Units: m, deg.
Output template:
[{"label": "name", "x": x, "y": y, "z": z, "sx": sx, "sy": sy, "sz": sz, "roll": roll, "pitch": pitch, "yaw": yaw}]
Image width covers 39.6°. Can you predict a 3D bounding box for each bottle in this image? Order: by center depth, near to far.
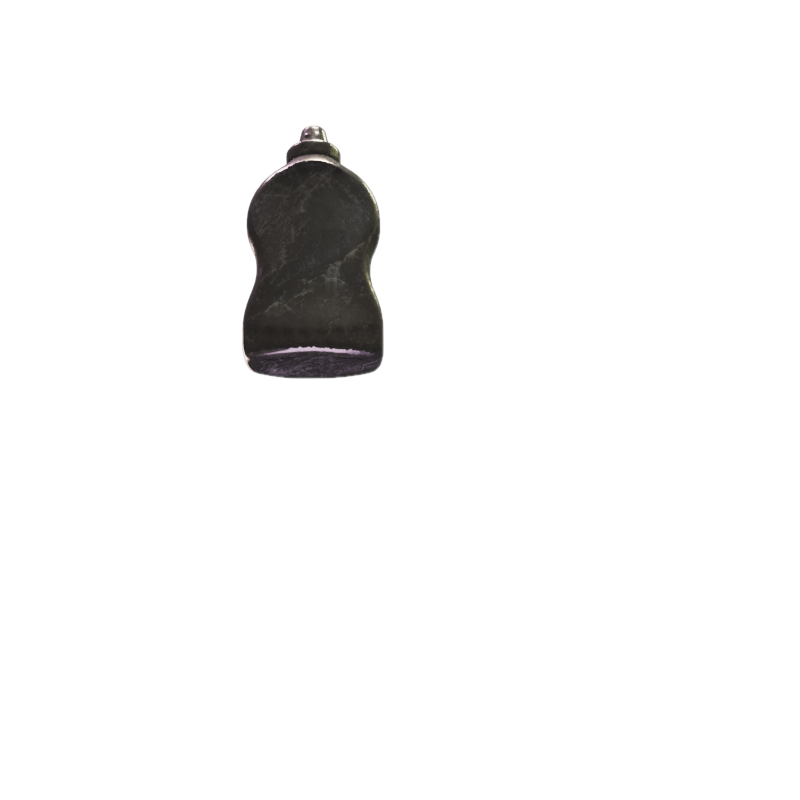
[{"label": "bottle", "x": -0.062, "y": -0.113, "z": 0.794, "sx": 0.096, "sy": 0.203, "sz": 0.055, "roll": -2, "pitch": -26, "yaw": 1}]
